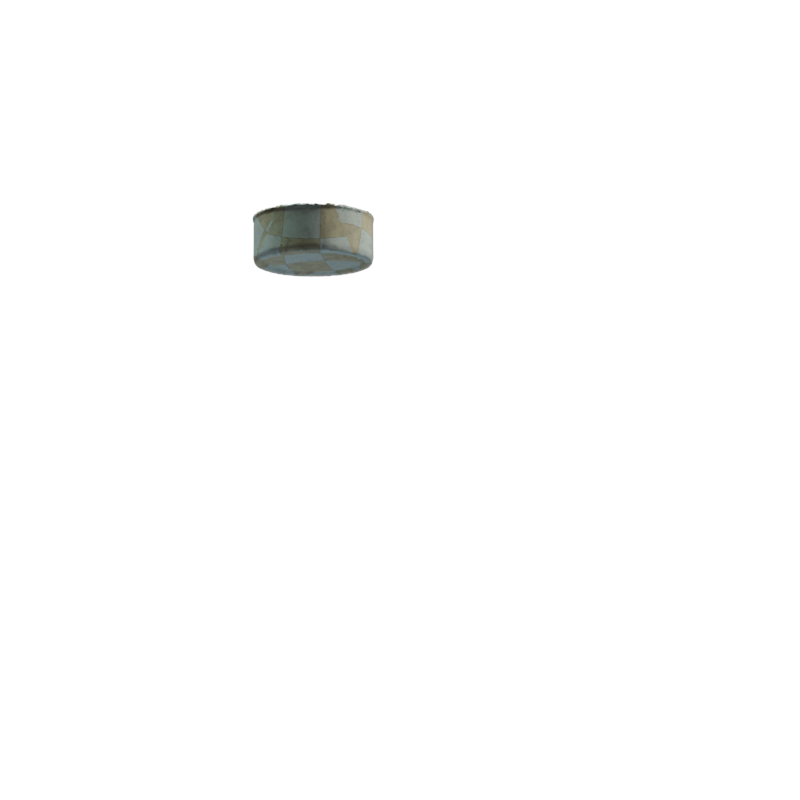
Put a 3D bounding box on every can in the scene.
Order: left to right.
[{"bbox_3d":[-0.061,-0.111,0.780,0.086,0.034,0.084,0,-7,-2],"label":"can"}]
